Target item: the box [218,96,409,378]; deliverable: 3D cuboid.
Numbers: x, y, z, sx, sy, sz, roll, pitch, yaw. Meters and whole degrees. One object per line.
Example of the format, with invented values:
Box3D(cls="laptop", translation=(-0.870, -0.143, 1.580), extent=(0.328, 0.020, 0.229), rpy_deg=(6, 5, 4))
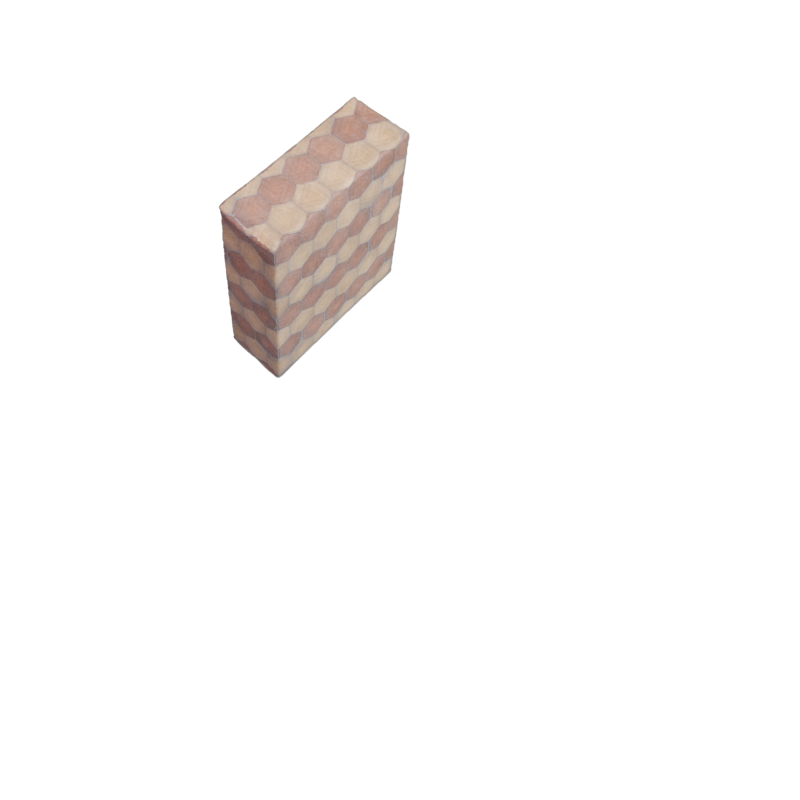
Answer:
Box3D(cls="box", translation=(-0.076, -0.139, 0.974), extent=(0.075, 0.167, 0.201), rpy_deg=(38, -25, 16))
